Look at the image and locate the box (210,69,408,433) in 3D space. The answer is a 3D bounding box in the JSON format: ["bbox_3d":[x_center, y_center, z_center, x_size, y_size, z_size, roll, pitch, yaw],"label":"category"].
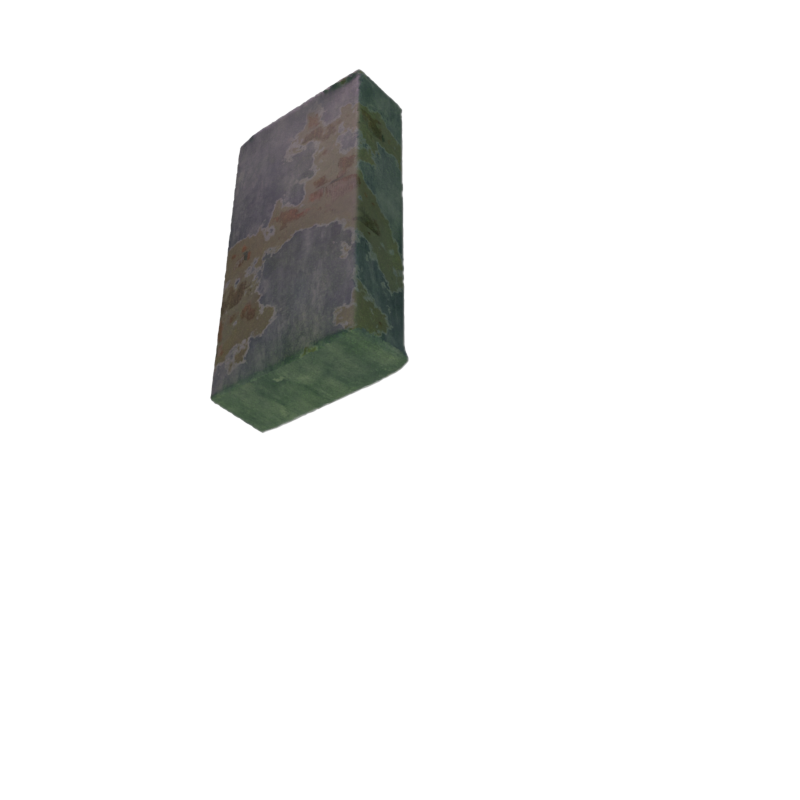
[{"bbox_3d":[-0.045,-0.081,0.567,0.093,0.189,0.045,-26,-43,28],"label":"box"}]
